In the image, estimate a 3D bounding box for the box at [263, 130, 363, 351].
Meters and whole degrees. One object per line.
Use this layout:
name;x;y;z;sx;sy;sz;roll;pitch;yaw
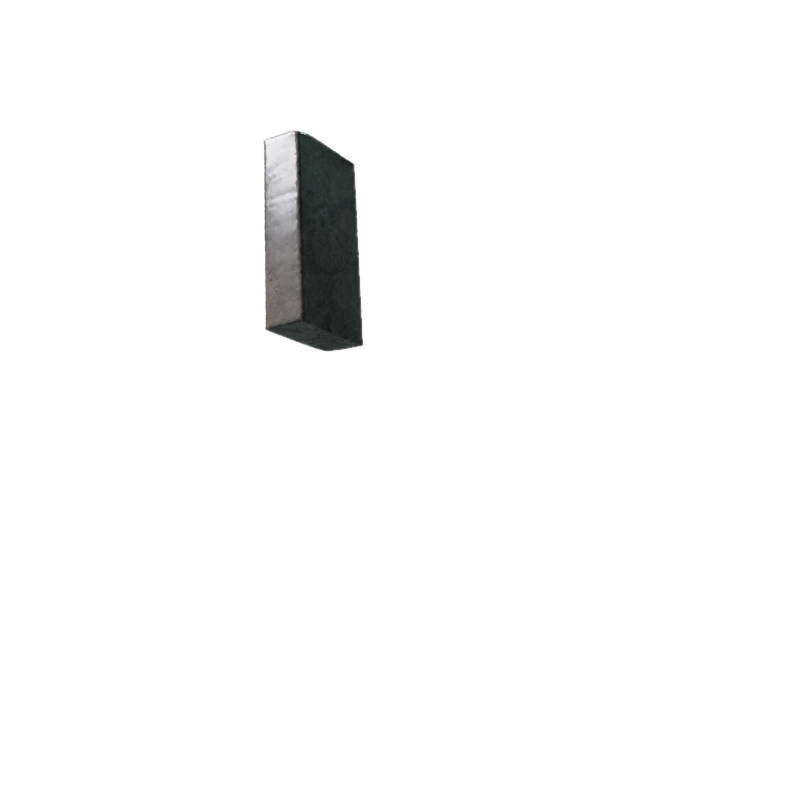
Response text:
box;-0.075;-0.137;0.960;0.049;0.184;0.087;-13;-22;31
